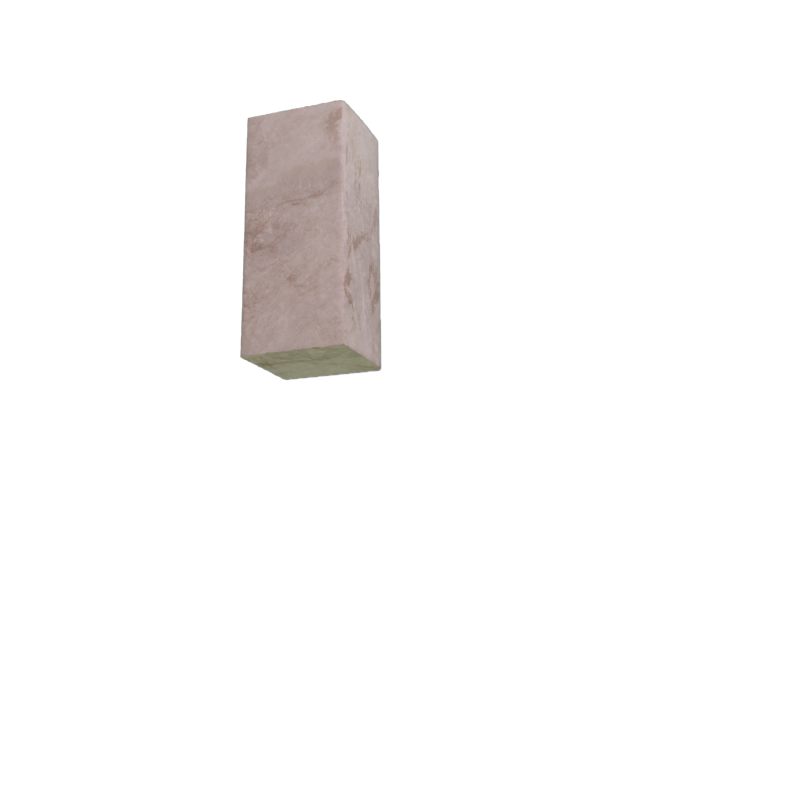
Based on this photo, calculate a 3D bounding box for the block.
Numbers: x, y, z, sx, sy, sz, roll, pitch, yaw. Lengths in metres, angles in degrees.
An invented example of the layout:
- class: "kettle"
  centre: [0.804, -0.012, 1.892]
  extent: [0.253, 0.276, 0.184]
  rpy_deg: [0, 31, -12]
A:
- class: "block"
  centre: [-0.071, -0.130, 0.915]
  extent: [0.092, 0.216, 0.085]
  rpy_deg: [-8, -20, 19]
